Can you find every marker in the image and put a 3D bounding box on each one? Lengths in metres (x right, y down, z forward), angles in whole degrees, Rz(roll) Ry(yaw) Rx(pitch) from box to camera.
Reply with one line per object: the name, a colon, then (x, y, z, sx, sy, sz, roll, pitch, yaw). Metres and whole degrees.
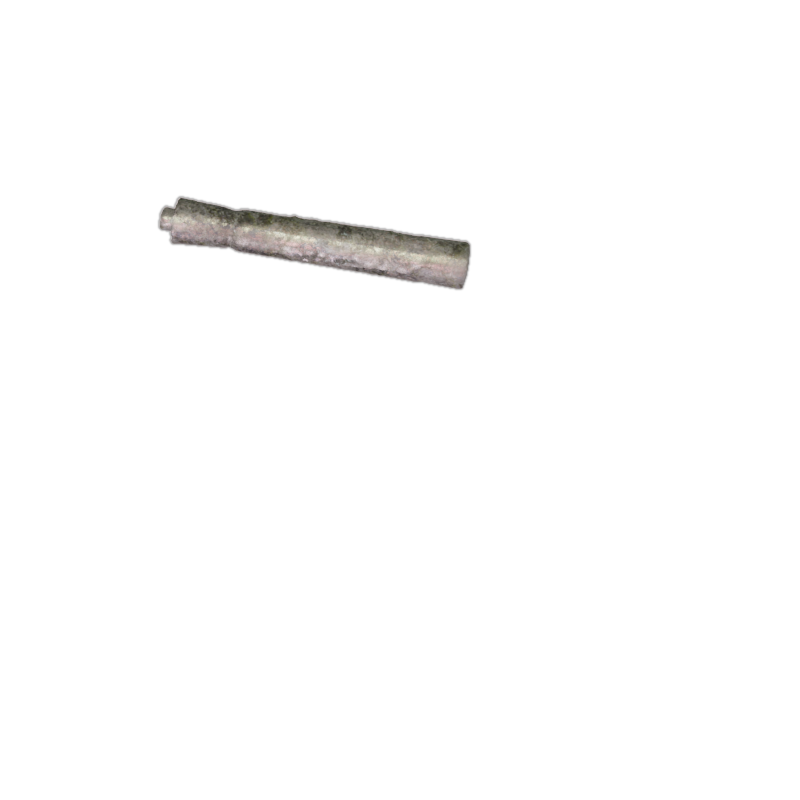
marker: (-0.034, -0.062, 0.434, 0.121, 0.020, 0.020, 9, 4, 2)
